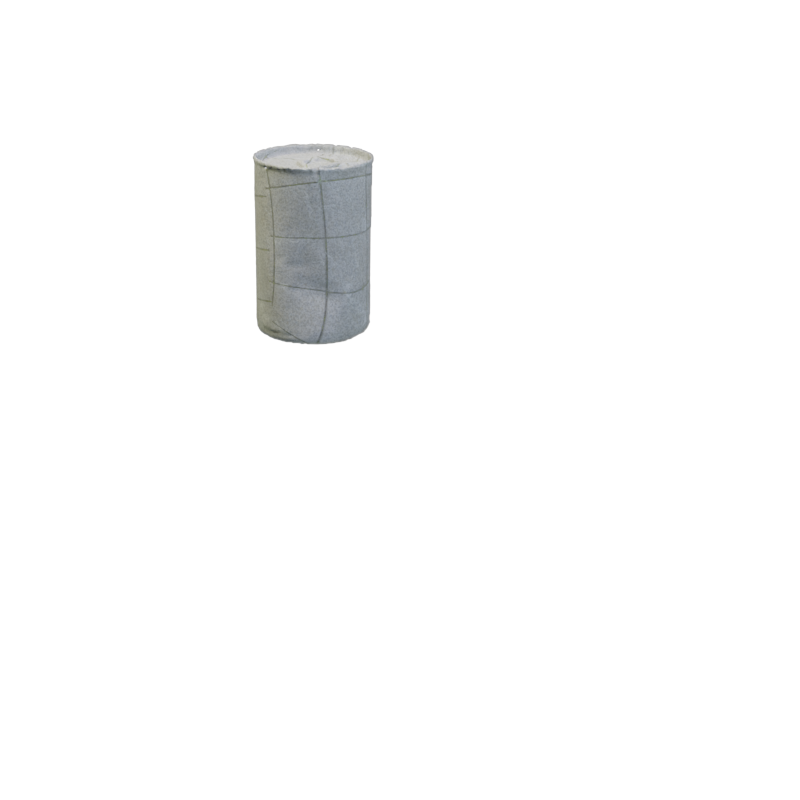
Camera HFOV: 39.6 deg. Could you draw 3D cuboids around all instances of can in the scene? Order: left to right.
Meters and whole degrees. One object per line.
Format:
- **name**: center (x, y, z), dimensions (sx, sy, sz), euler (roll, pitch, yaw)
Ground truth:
- **can**: center (-0.050, -0.091, 0.637), dimensions (0.068, 0.098, 0.071), euler (0, 19, -2)
